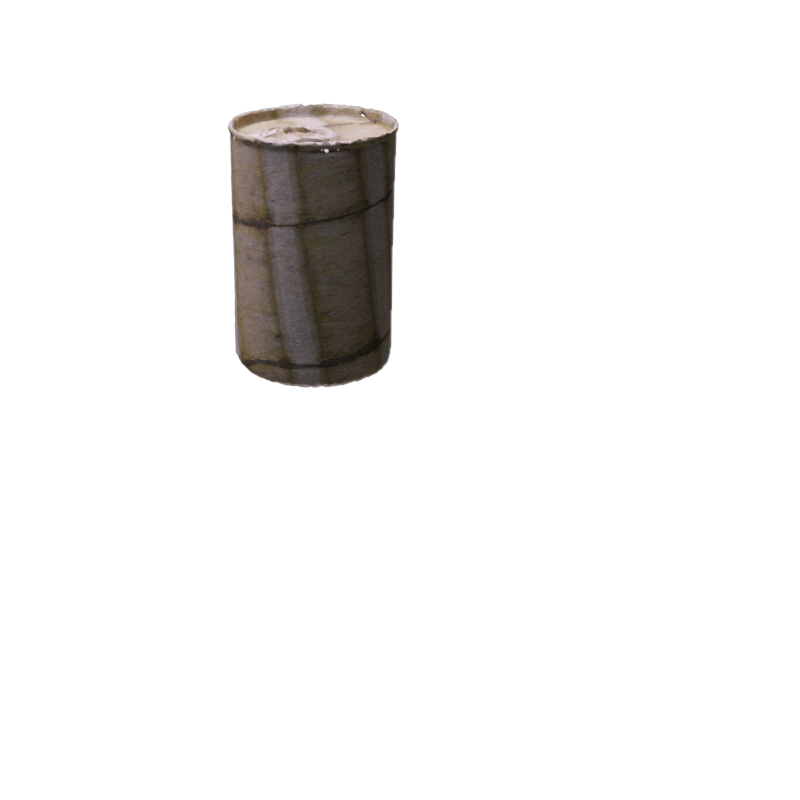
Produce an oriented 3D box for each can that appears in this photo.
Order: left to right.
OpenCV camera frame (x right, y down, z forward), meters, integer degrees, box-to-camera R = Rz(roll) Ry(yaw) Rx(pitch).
[{"bbox_3d":[-0.036,-0.065,0.458,0.068,0.098,0.072,0,22,-2],"label":"can"}]
